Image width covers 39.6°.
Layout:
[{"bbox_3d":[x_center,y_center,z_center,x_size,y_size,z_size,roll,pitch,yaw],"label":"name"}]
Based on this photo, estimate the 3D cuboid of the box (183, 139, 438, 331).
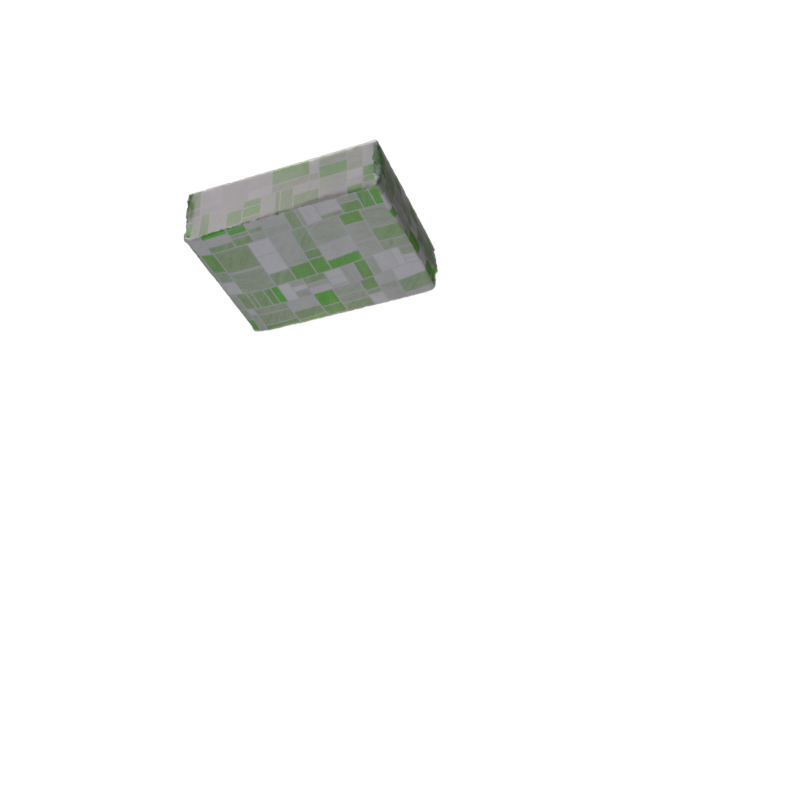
[{"bbox_3d":[-0.047,-0.086,0.601,0.115,0.042,0.083,-14,-41,16],"label":"box"}]
